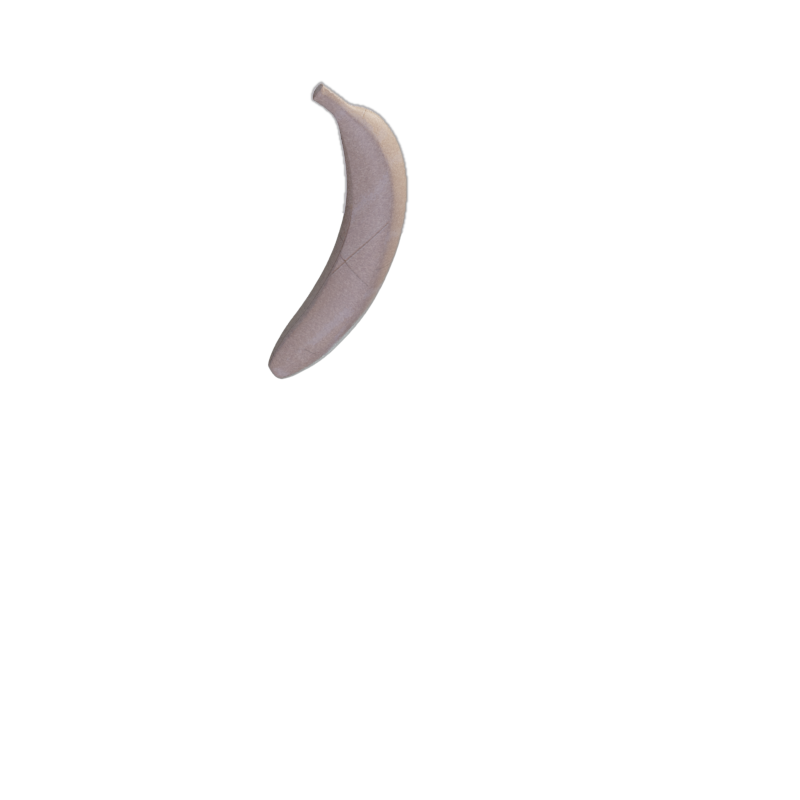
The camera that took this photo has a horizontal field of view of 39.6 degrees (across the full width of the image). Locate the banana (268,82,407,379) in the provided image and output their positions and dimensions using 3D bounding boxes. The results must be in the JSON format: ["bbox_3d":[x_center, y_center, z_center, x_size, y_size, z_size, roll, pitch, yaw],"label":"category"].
[{"bbox_3d":[-0.035,-0.099,0.686,0.069,0.189,0.039,9,24,-5],"label":"banana"}]
